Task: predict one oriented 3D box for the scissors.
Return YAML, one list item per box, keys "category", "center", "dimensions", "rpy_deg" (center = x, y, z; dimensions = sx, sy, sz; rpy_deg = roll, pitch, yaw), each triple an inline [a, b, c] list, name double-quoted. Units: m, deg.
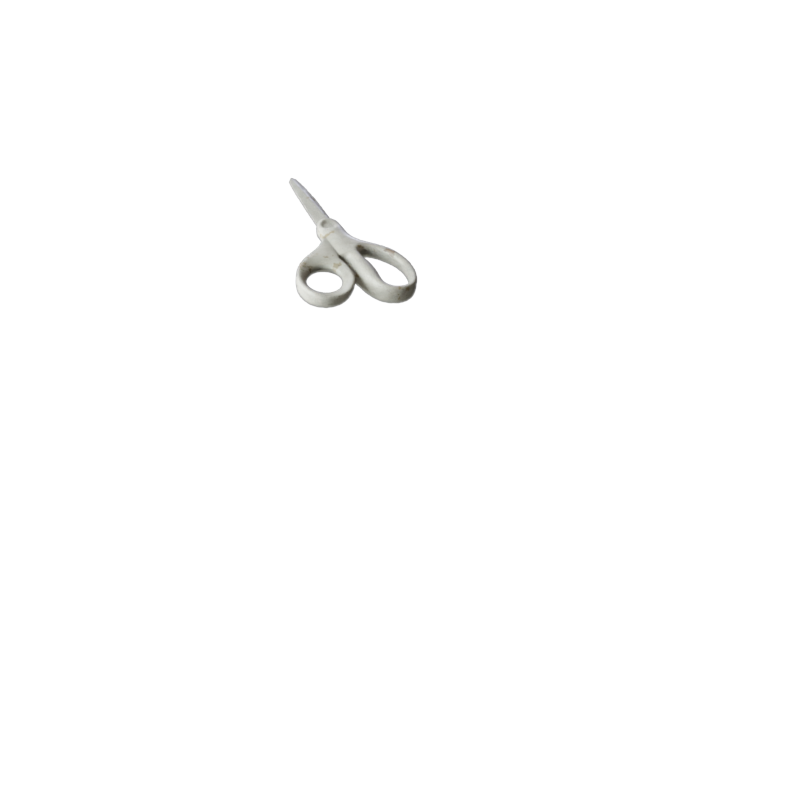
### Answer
- category: "scissors"
  center: [-0.067, -0.123, 0.860]
  dimensions: [0.095, 0.015, 0.217]
  rpy_deg: [-22, 41, -28]
